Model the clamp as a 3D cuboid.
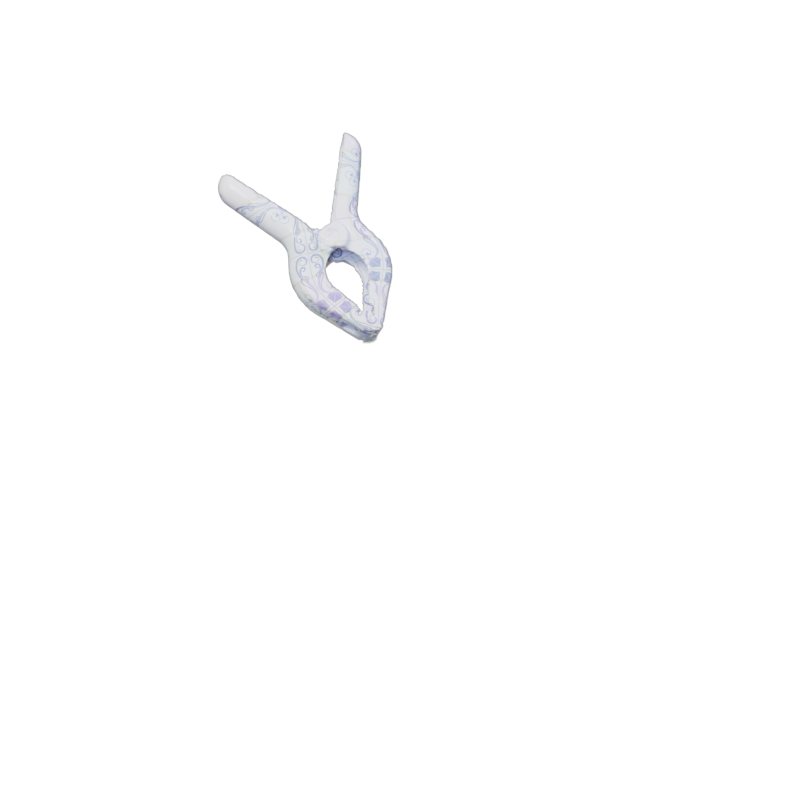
[{"bbox_3d":[-0.067,-0.122,0.854,0.119,0.182,0.037,-16,-23,-7],"label":"clamp"}]
